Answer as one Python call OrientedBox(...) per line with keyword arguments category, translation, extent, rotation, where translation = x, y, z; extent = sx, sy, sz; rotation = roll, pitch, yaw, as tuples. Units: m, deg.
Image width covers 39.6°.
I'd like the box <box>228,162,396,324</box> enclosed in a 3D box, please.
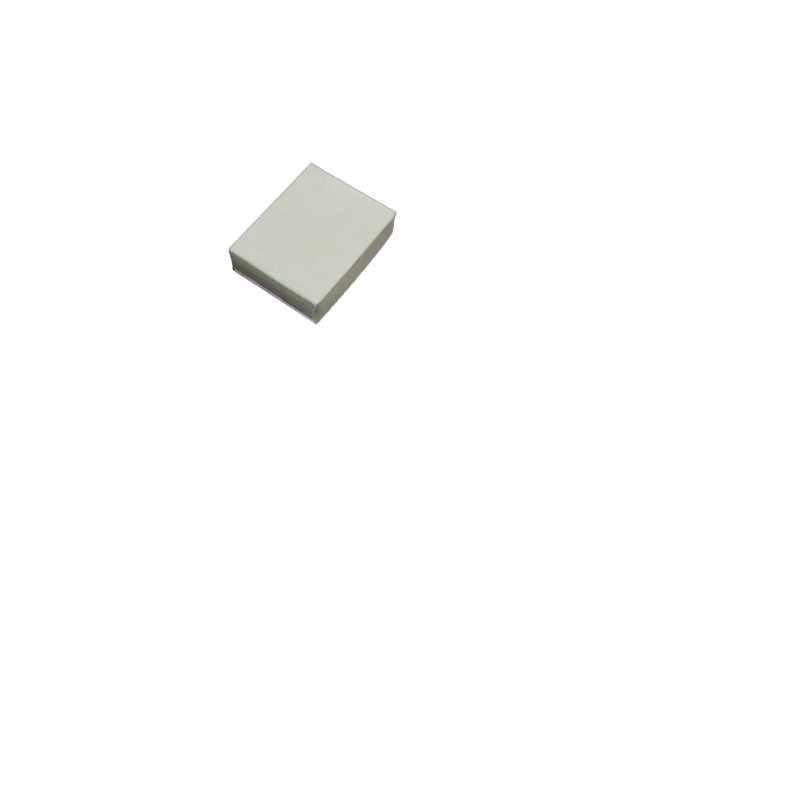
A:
OrientedBox(category="box", translation=(-0.071, -0.130, 0.908), extent=(0.094, 0.116, 0.036), rotation=(31, -28, 18))
